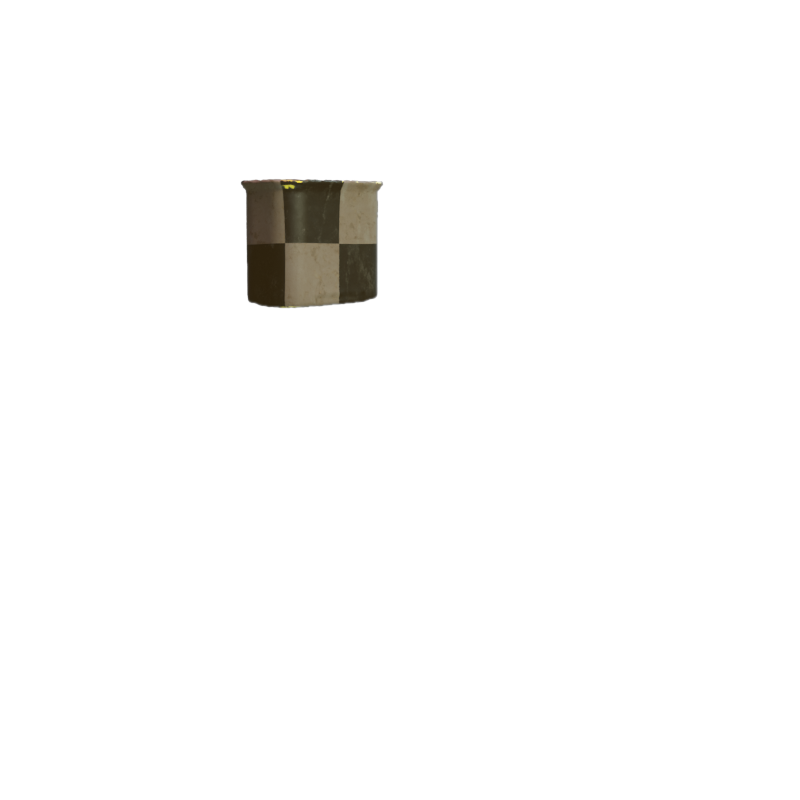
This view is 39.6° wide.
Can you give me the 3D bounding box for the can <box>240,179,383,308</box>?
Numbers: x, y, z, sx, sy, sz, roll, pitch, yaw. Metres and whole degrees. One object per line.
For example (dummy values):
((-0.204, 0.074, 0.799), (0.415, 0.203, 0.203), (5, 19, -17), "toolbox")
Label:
((-0.059, -0.108, 0.759), (0.060, 0.083, 0.099), (4, 7, 42), "can")
